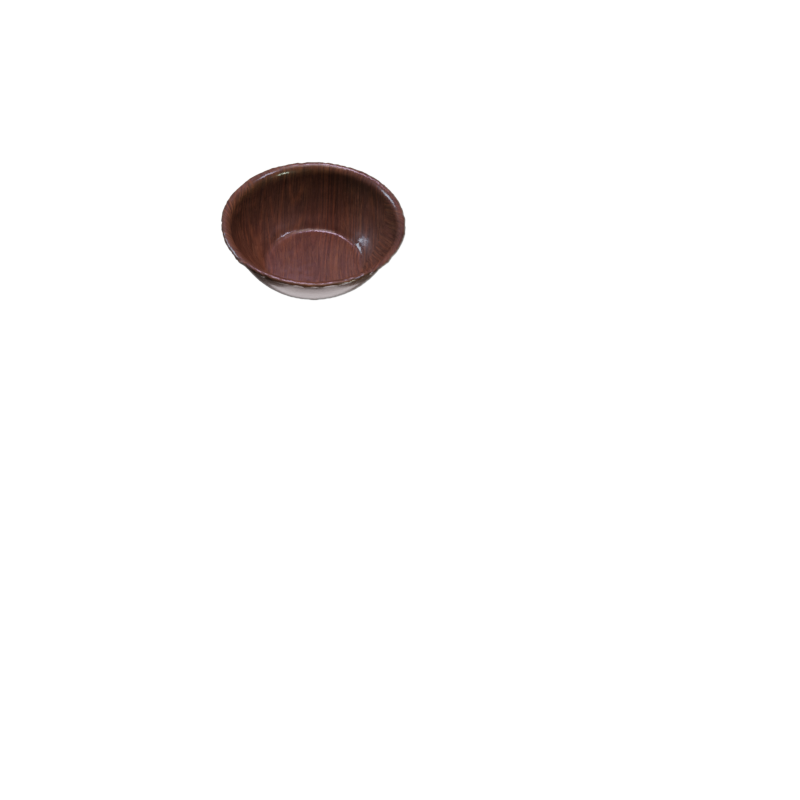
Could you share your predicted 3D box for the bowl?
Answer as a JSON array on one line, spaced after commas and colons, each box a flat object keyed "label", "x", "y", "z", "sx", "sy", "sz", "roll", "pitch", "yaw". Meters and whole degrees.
[{"label": "bowl", "x": -0.077, "y": -0.141, "z": 0.986, "sx": 0.162, "sy": 0.174, "sz": 0.051, "roll": -1, "pitch": -43, "yaw": -1}]
